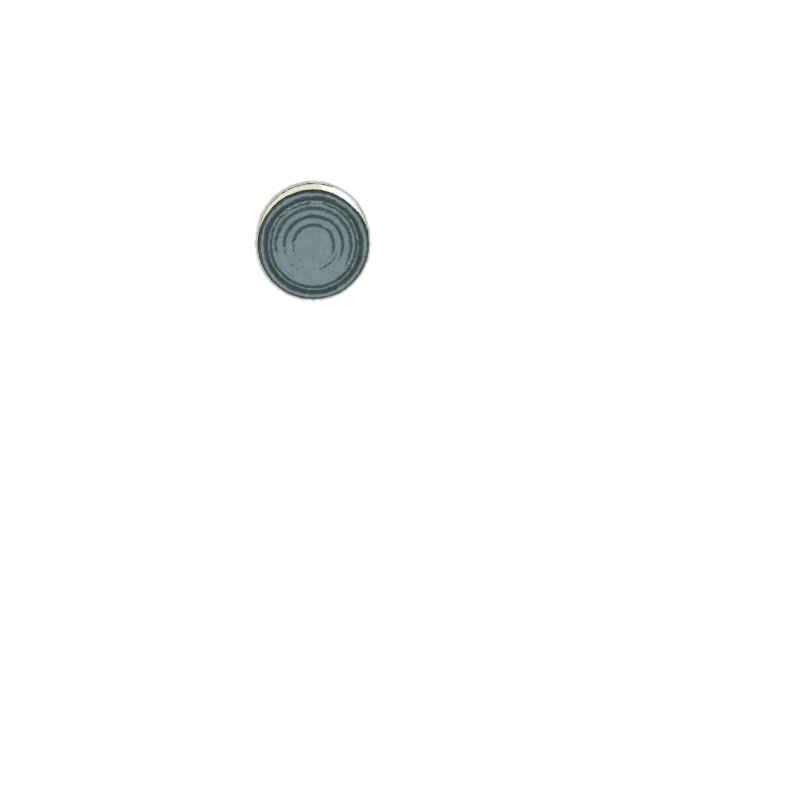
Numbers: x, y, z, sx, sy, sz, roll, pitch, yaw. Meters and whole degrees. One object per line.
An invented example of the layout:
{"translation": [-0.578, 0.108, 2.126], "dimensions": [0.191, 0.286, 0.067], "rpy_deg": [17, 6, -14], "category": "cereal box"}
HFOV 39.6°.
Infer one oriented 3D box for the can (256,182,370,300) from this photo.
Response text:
{"translation": [-0.065, -0.119, 0.836], "dimensions": [0.086, 0.083, 0.035], "rpy_deg": [0, 13, -1], "category": "can"}
